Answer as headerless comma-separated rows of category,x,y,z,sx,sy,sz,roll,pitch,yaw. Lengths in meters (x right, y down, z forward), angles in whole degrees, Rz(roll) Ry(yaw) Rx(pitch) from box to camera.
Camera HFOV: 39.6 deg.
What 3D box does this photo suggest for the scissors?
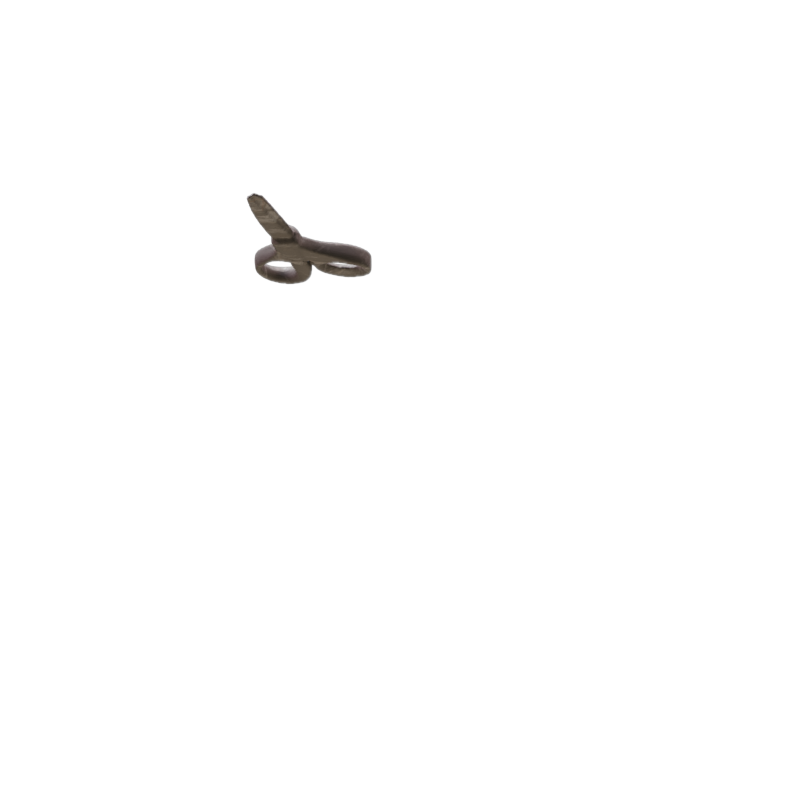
scissors,-0.060,-0.109,0.765,0.095,0.016,0.198,1,-7,-8
